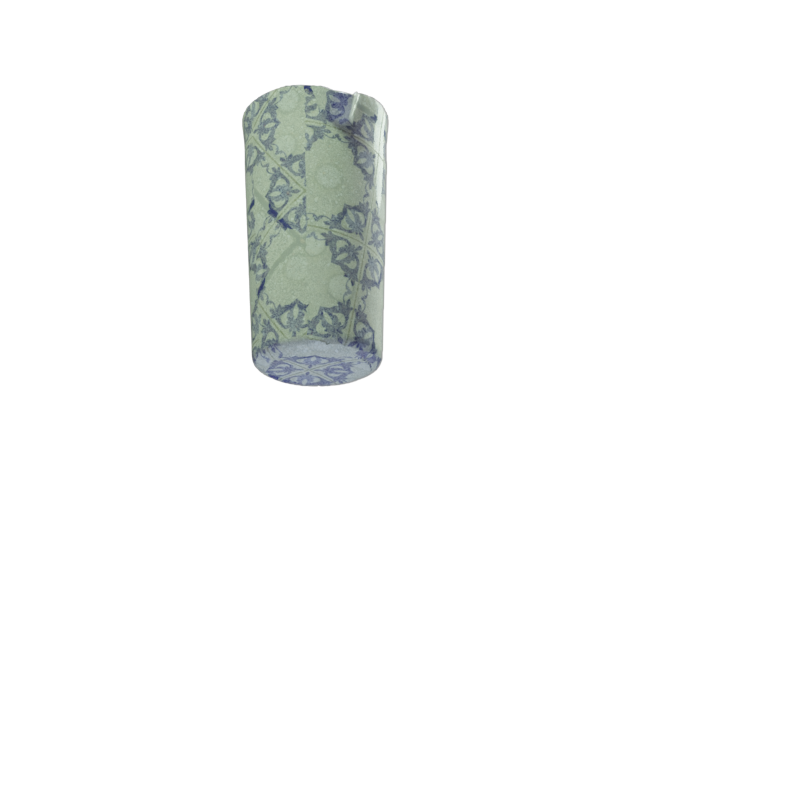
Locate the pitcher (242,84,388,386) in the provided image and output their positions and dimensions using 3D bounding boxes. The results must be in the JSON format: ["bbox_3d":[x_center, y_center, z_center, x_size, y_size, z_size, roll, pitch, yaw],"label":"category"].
[{"bbox_3d":[-0.076,-0.138,0.967,0.147,0.256,0.139,-11,-24,22],"label":"pitcher"}]
